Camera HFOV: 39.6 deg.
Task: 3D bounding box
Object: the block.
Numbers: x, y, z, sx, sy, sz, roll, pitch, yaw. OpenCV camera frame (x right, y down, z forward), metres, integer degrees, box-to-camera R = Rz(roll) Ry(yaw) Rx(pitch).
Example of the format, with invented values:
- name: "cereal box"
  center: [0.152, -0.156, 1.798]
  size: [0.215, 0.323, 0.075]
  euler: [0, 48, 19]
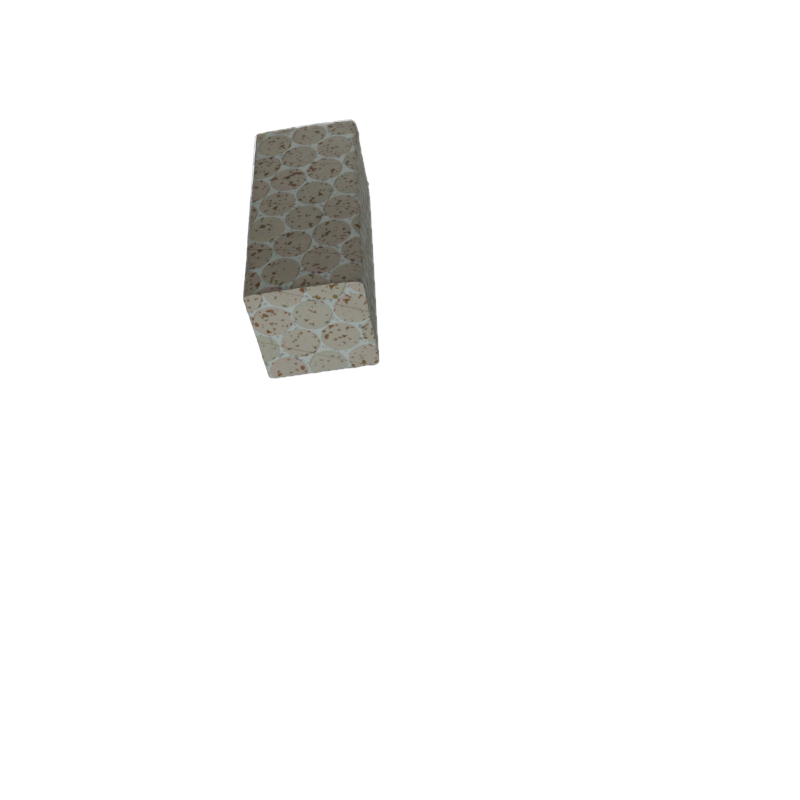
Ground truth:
- name: "block"
  center: [-0.070, -0.129, 0.901]
  size: [0.091, 0.084, 0.221]
  euler: [-8, 44, 4]
